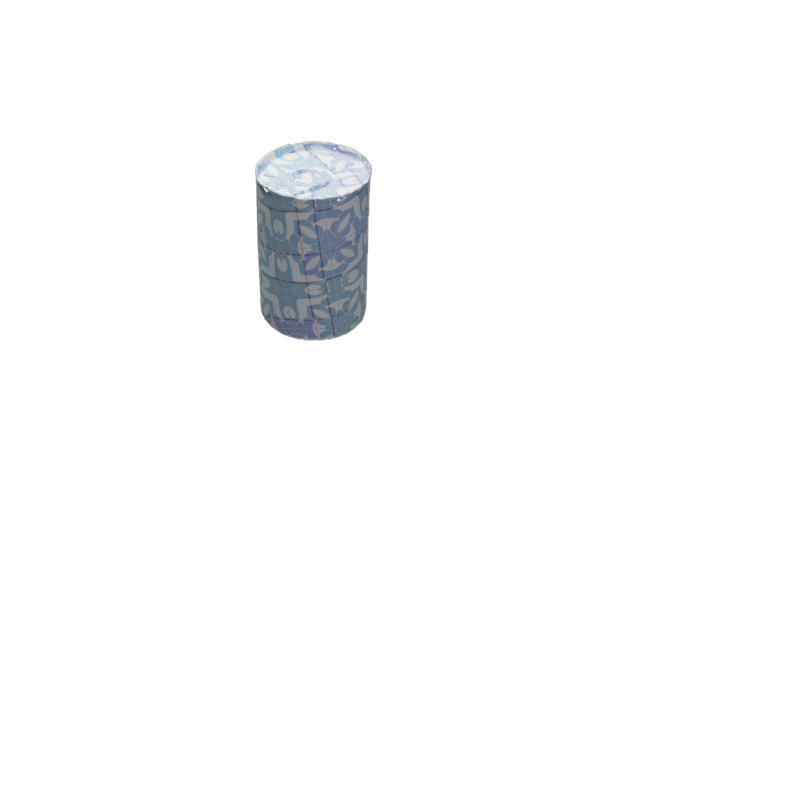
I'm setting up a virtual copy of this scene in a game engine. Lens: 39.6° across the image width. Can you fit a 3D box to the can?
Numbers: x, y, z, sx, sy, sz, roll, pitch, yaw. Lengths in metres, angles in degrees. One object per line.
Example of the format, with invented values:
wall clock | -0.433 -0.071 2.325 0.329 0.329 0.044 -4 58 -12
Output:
can | -0.052 -0.096 0.669 0.068 0.096 0.073 0 36 -3
